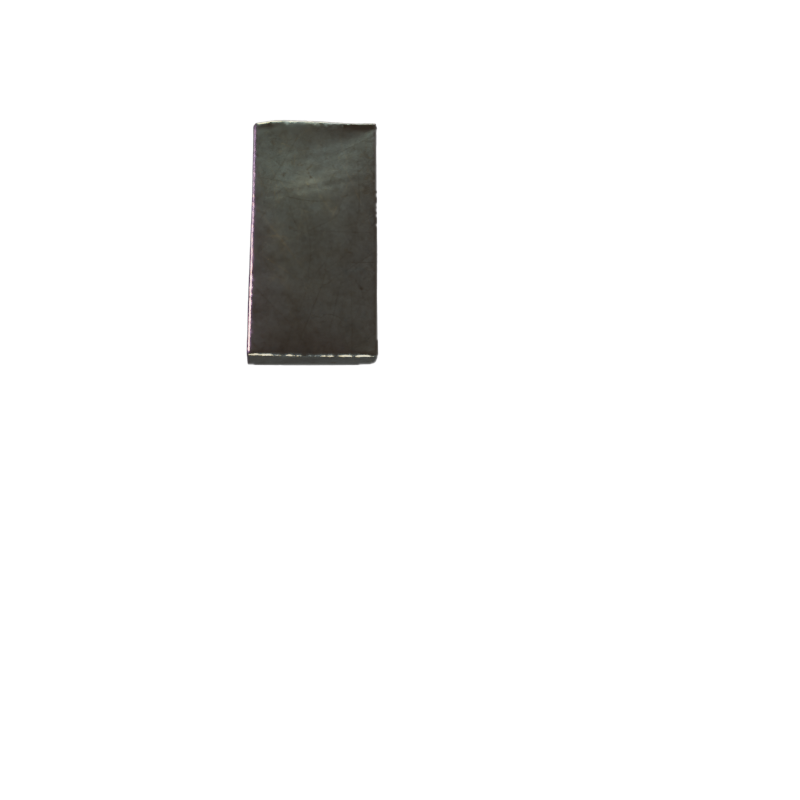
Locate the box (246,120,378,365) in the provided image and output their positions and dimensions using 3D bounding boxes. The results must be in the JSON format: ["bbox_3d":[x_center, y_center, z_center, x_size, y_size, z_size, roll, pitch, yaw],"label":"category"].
[{"bbox_3d":[-0.063,-0.115,0.802,0.093,0.183,0.047,0,-14,-4],"label":"box"}]
